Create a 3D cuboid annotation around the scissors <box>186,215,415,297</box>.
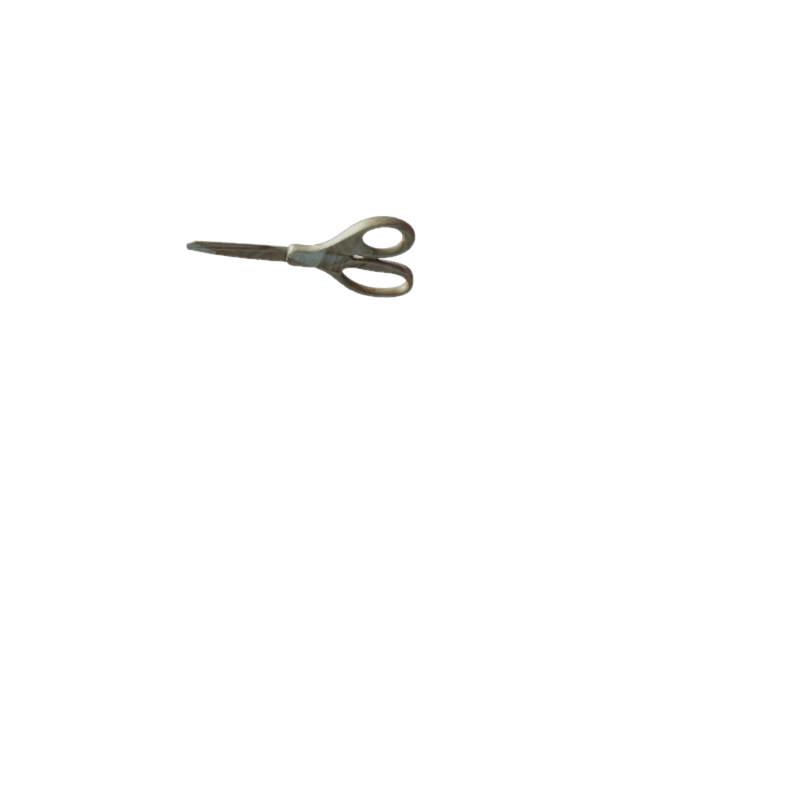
[{"bbox_3d":[-0.075,-0.137,0.960,0.196,0.017,0.092,16,-48,-15],"label":"scissors"}]
